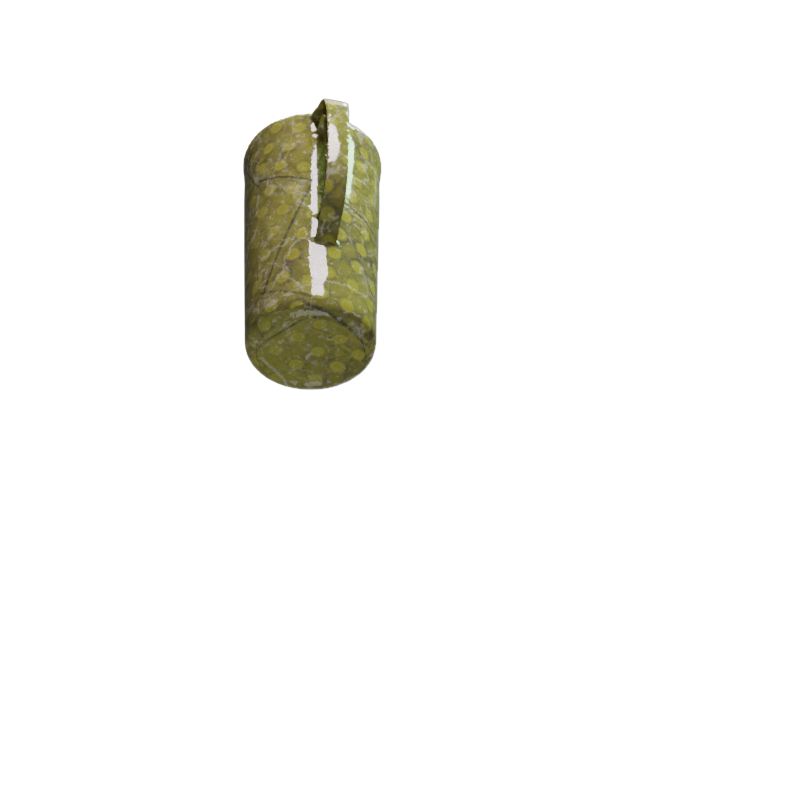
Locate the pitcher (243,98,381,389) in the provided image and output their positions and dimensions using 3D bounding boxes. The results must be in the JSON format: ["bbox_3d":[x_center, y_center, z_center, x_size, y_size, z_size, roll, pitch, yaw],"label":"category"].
[{"bbox_3d":[-0.077,-0.140,0.980,0.146,0.261,0.138,-22,-46,20],"label":"pitcher"}]
